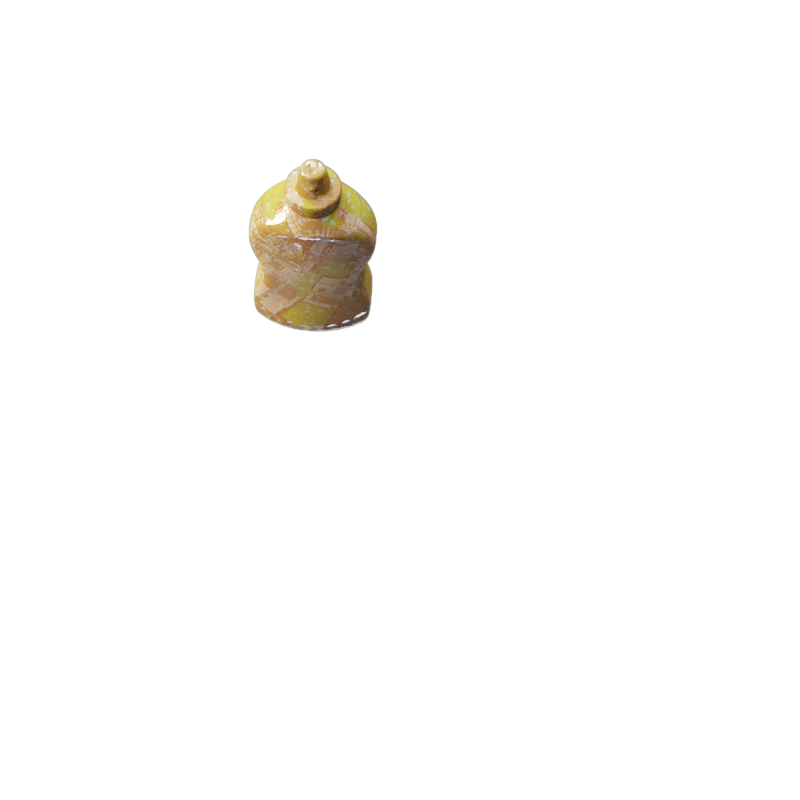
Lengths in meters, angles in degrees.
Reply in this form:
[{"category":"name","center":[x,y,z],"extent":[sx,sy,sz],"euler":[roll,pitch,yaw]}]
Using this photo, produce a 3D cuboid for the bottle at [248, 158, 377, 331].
[{"category":"bottle","center":[-0.066,-0.120,0.846],"extent":[0.096,0.062,0.180],"euler":[7,-27,0]}]
